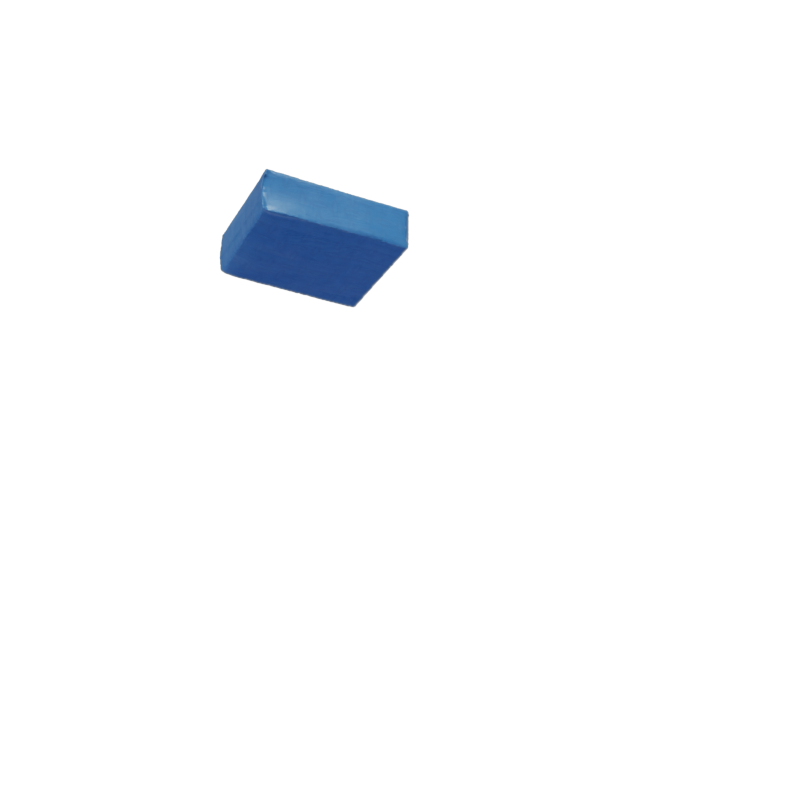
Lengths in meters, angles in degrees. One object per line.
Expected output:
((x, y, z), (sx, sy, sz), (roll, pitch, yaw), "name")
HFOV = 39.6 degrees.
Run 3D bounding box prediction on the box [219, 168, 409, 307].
((-0.062, -0.113, 0.795), (0.109, 0.041, 0.087), (13, -32, -22), "box")
